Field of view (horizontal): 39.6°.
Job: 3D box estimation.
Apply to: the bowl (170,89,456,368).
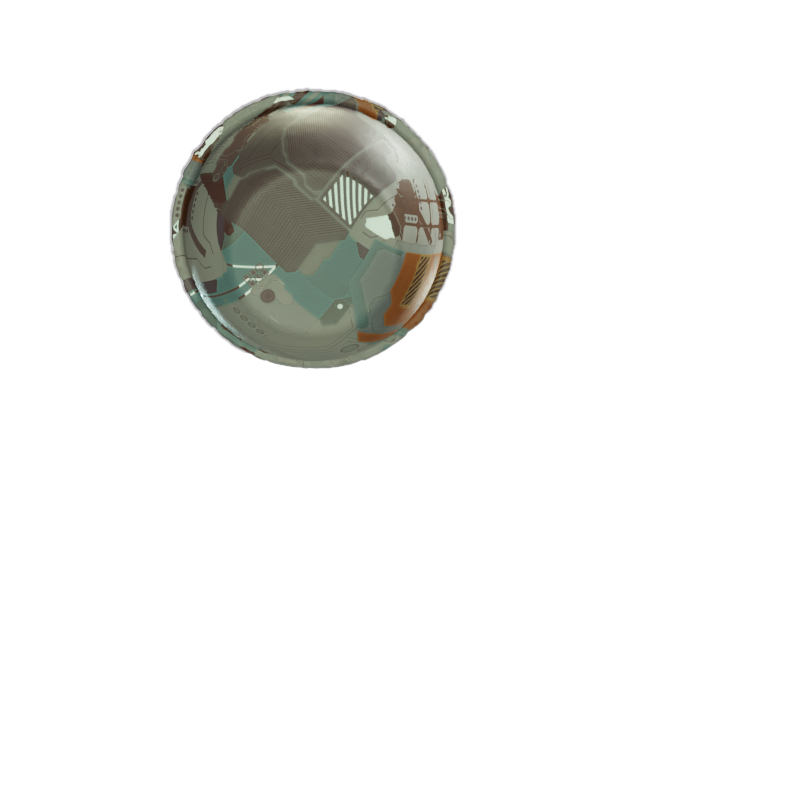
[{"bbox_3d":[-0.047,-0.086,0.604,0.162,0.157,0.057,0,13,-1],"label":"bowl"}]
